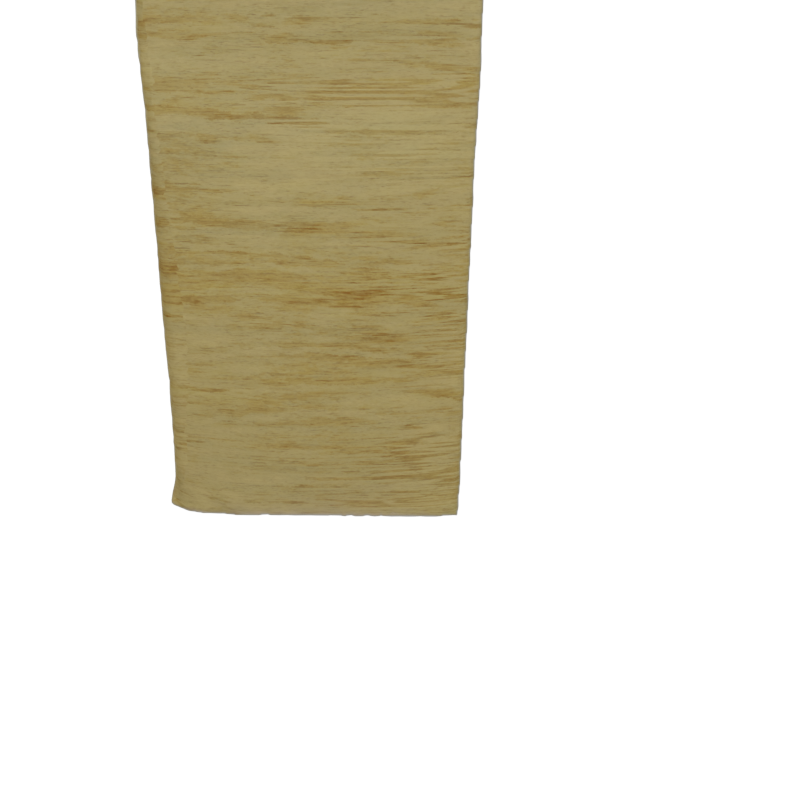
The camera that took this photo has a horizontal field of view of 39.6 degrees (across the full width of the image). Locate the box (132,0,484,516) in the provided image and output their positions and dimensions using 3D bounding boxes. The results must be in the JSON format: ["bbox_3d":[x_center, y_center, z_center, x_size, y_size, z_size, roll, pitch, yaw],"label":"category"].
[{"bbox_3d":[-0.026,-0.048,0.335,0.093,0.167,0.051,1,24,-1],"label":"box"}]
